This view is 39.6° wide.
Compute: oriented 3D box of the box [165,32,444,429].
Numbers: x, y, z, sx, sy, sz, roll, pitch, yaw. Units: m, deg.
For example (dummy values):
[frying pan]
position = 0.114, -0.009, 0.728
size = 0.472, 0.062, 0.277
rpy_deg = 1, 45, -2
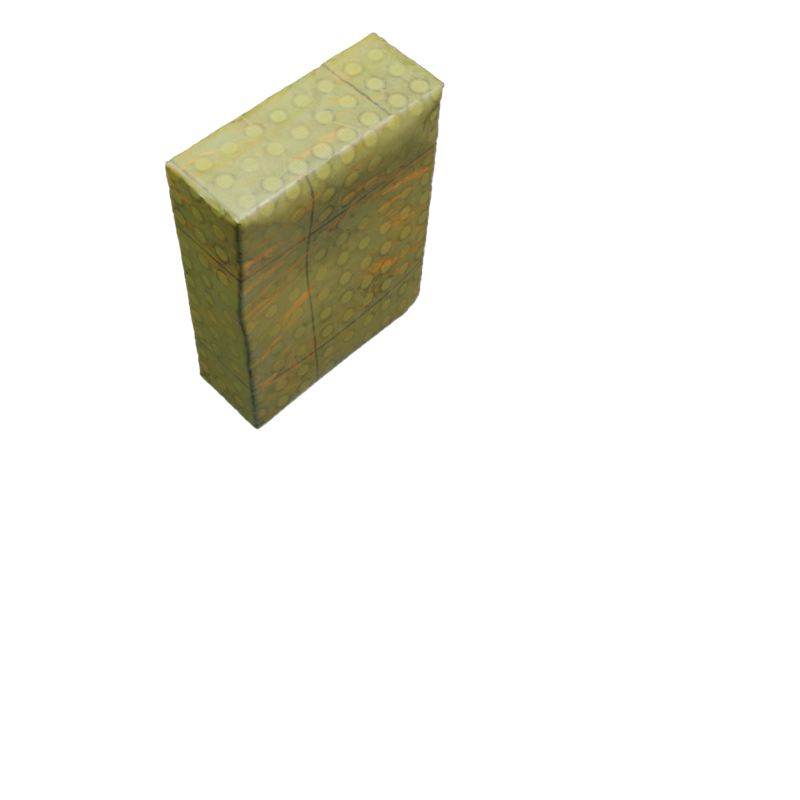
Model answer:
[box]
position = -0.055, -0.101, 0.705
size = 0.166, 0.076, 0.200
rpy_deg = -40, -23, -26
